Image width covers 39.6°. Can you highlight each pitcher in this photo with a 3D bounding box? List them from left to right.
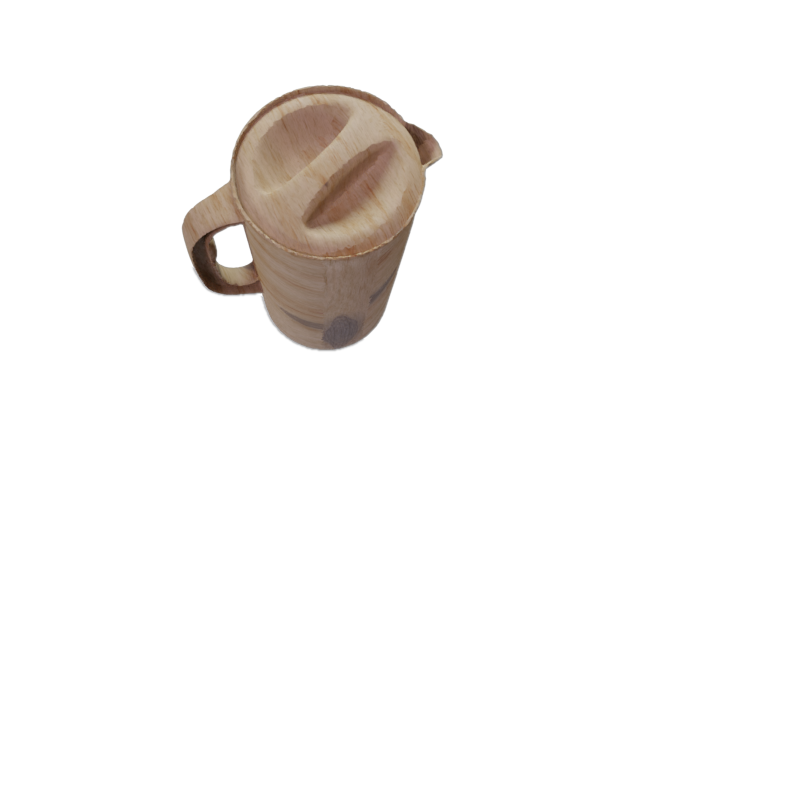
[{"bbox_3d":[-0.067,-0.121,0.850,0.152,0.149,0.232,23,-19,5],"label":"pitcher"}]
